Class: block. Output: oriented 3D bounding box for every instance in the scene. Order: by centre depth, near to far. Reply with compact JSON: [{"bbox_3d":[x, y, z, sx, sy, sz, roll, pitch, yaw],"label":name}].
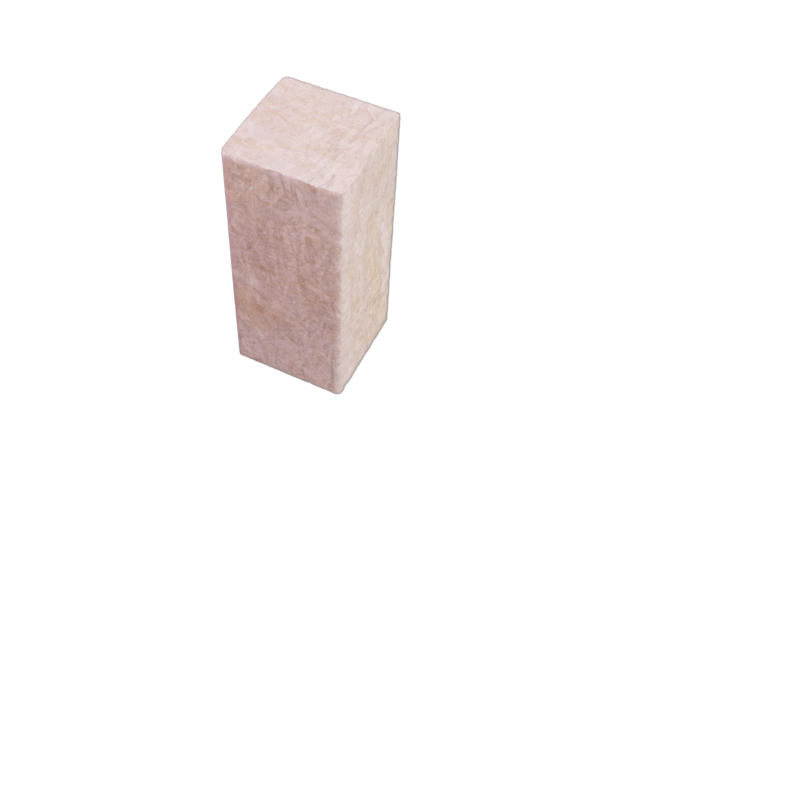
[{"bbox_3d":[-0.062,-0.112,0.783,0.094,0.093,0.192,22,-37,14],"label":"block"}]
